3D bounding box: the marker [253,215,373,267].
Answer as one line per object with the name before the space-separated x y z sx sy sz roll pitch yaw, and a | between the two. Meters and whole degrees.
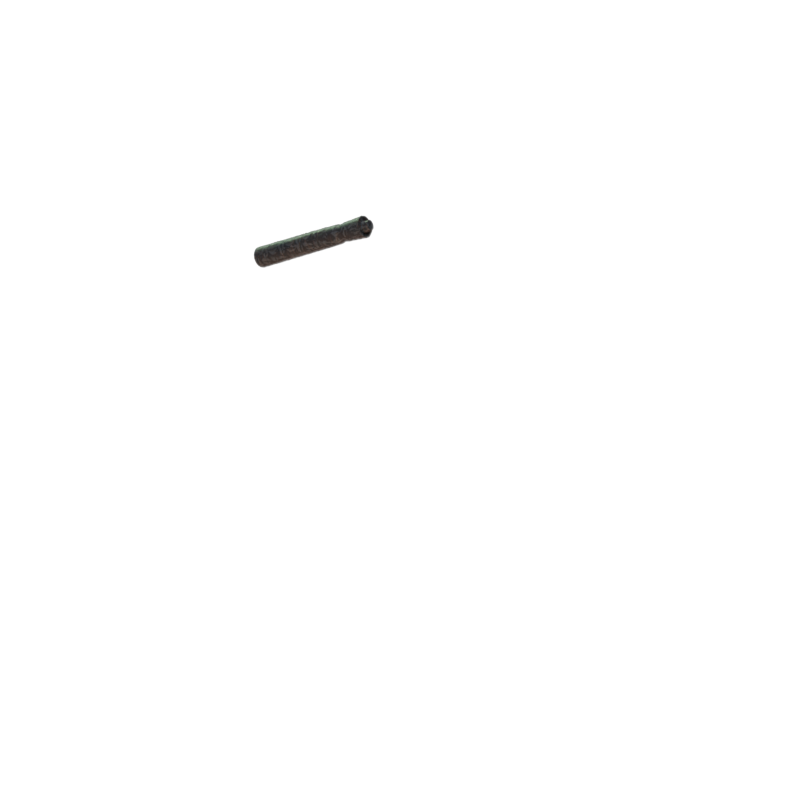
marker | -0.073 -0.133 0.931 0.123 0.020 0.019 -10 -3 37
